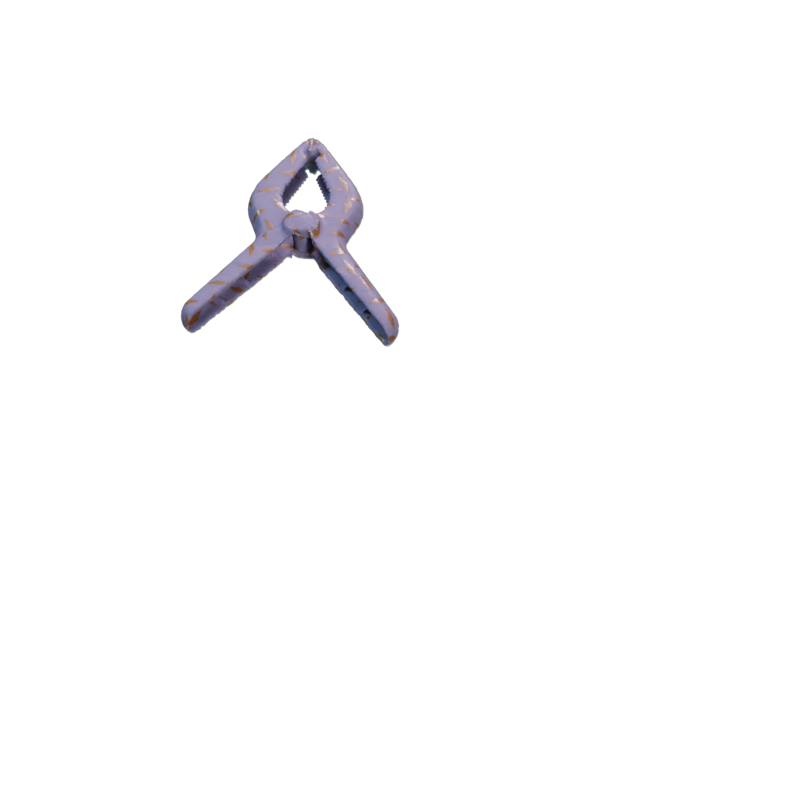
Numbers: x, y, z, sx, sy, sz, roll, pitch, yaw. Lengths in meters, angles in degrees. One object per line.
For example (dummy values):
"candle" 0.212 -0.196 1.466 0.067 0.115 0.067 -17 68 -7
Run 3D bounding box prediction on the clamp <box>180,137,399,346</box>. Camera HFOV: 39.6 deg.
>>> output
"clamp" -0.070 -0.127 0.891 0.167 0.222 0.034 9 -38 6
